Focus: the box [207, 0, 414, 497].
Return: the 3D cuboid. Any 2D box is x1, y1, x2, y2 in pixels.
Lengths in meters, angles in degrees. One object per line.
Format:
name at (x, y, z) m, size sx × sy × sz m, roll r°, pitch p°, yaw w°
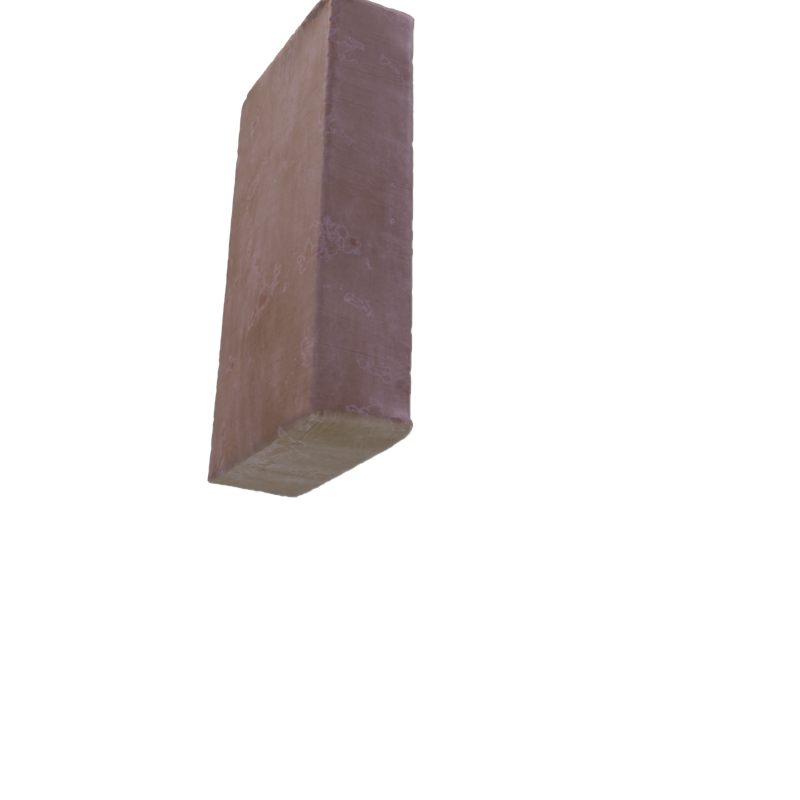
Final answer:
box at (-0.034, -0.061, 0.430) m, size 0.046 × 0.187 × 0.092 m, roll 13°, pitch -29°, yaw -28°
